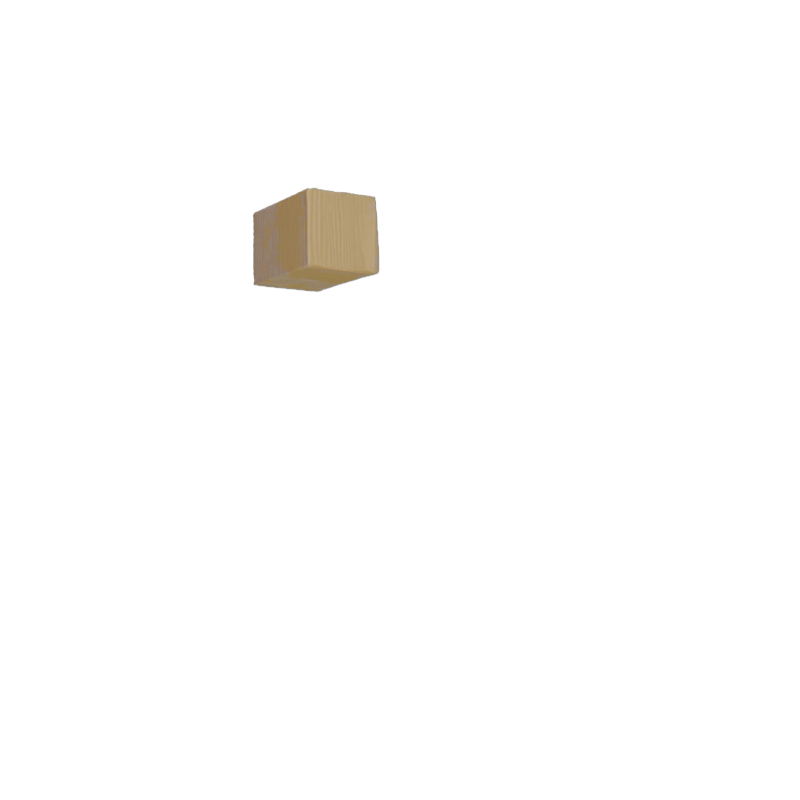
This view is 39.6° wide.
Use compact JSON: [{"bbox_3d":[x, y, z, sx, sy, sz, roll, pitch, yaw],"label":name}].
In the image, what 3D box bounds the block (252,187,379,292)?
[{"bbox_3d":[-0.056,-0.103,0.721,0.051,0.052,0.079,5,-9,-33],"label":"block"}]
